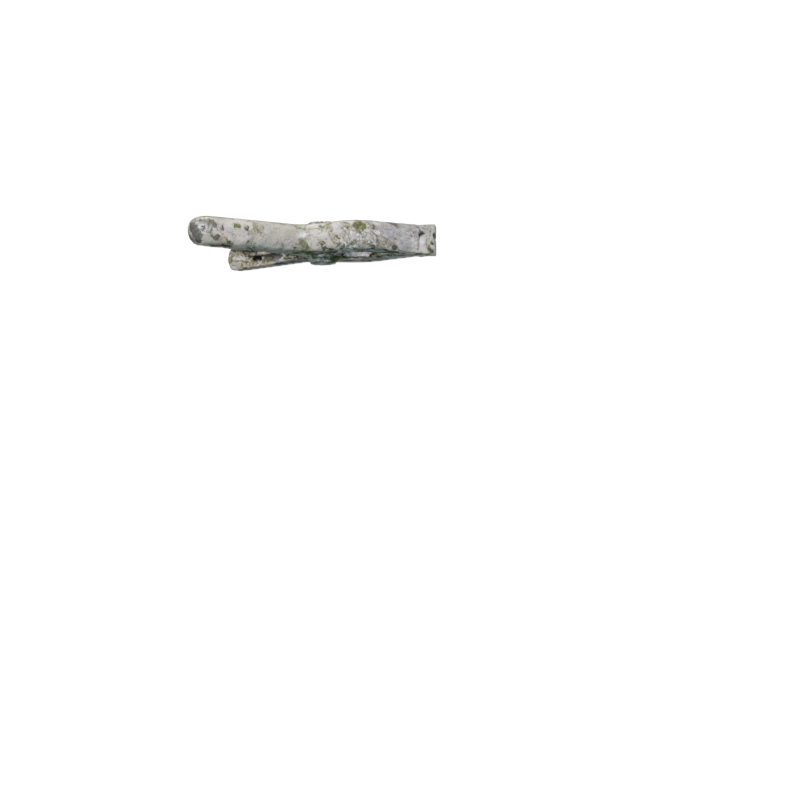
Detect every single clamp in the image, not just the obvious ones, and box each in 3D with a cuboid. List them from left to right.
[{"bbox_3d":[-0.076,-0.139,0.970,0.214,0.037,0.160,0,-1,13],"label":"clamp"}]
